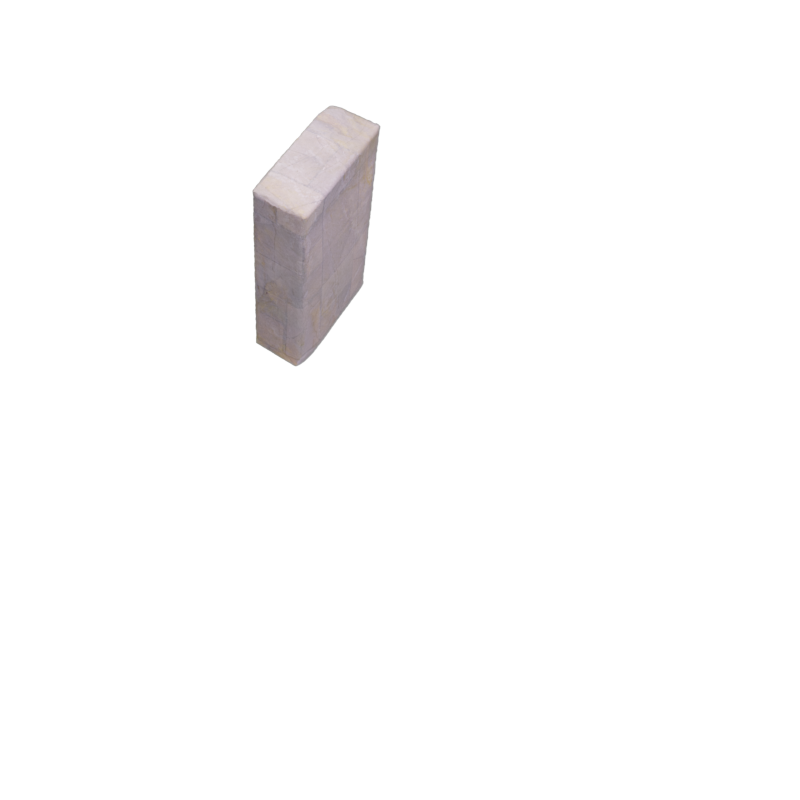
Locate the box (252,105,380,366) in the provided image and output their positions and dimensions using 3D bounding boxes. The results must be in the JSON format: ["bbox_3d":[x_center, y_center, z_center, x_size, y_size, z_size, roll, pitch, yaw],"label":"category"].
[{"bbox_3d":[-0.059,-0.108,0.752,0.050,0.096,0.165,27,-31,13],"label":"box"}]
